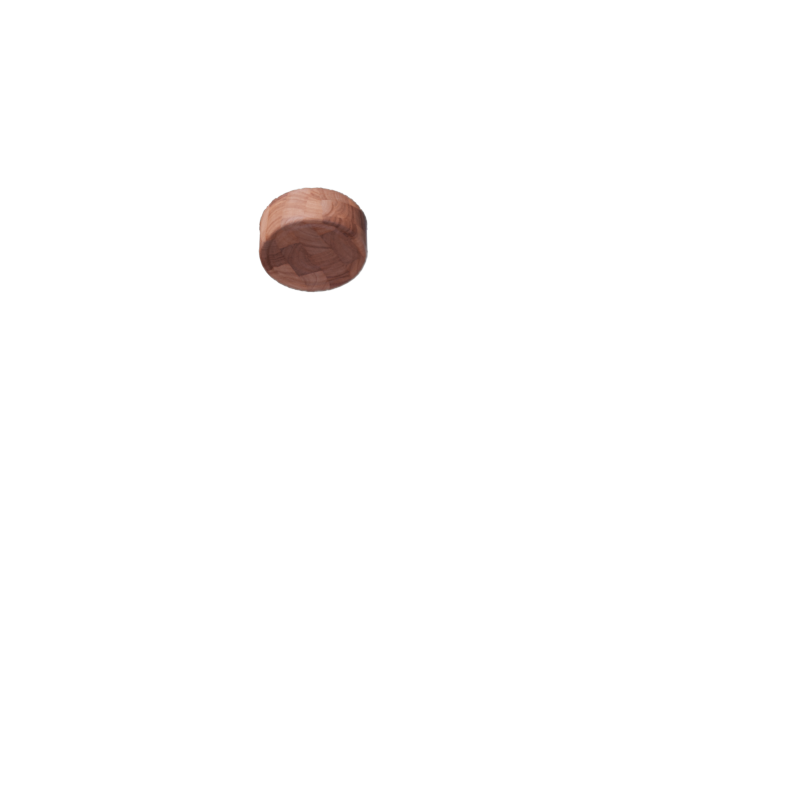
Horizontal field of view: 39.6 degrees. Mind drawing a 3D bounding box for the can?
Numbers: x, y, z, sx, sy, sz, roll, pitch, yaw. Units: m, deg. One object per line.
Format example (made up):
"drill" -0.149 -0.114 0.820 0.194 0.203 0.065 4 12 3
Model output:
"can" -0.068 -0.124 0.866 0.086 0.036 0.080 1 -40 -1
